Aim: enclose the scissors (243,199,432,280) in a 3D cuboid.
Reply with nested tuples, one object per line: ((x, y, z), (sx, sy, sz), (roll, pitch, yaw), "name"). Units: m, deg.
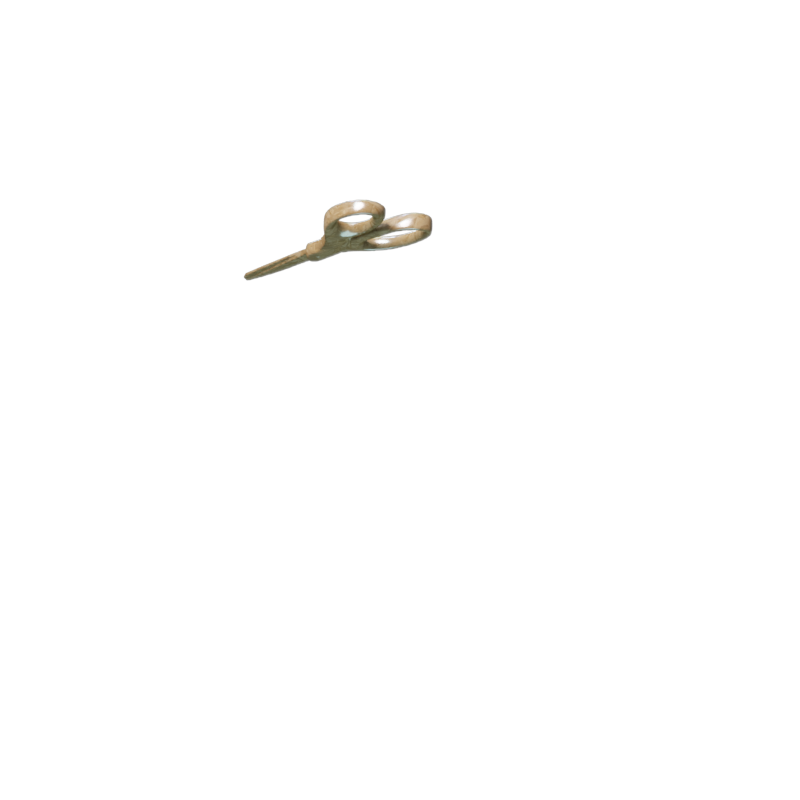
((-0.072, -0.132, 0.921), (0.206, 0.016, 0.090), (-8, -16, 28), "scissors")
